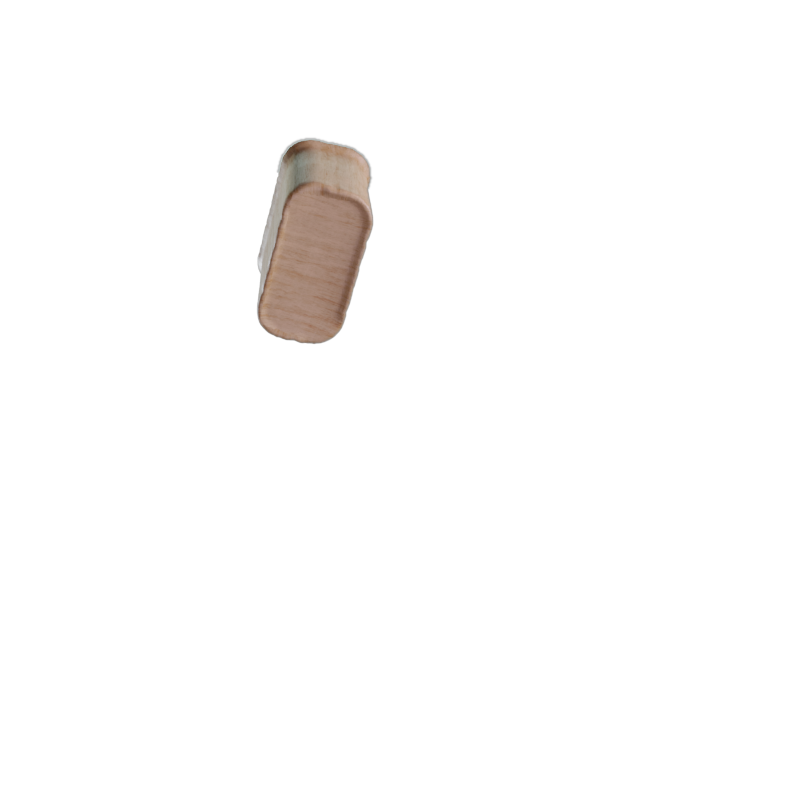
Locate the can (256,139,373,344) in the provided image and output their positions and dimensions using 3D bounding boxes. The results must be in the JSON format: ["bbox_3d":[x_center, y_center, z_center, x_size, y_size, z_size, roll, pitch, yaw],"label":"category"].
[{"bbox_3d":[-0.052,-0.095,0.662,0.057,0.098,0.088,13,23,-9],"label":"can"}]
